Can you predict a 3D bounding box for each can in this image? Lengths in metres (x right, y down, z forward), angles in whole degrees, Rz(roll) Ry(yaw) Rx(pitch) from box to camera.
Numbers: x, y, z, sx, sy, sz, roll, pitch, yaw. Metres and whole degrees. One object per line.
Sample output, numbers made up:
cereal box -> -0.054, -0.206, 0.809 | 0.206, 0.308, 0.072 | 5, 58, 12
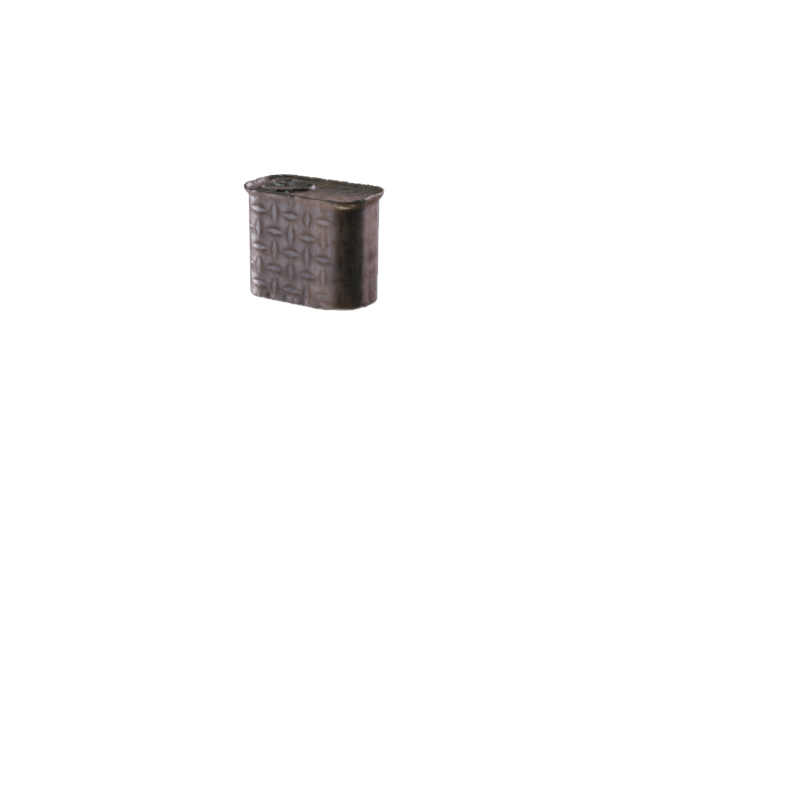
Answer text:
can -> -0.064, -0.116, 0.815 | 0.107, 0.080, 0.057 | 13, 22, 29
